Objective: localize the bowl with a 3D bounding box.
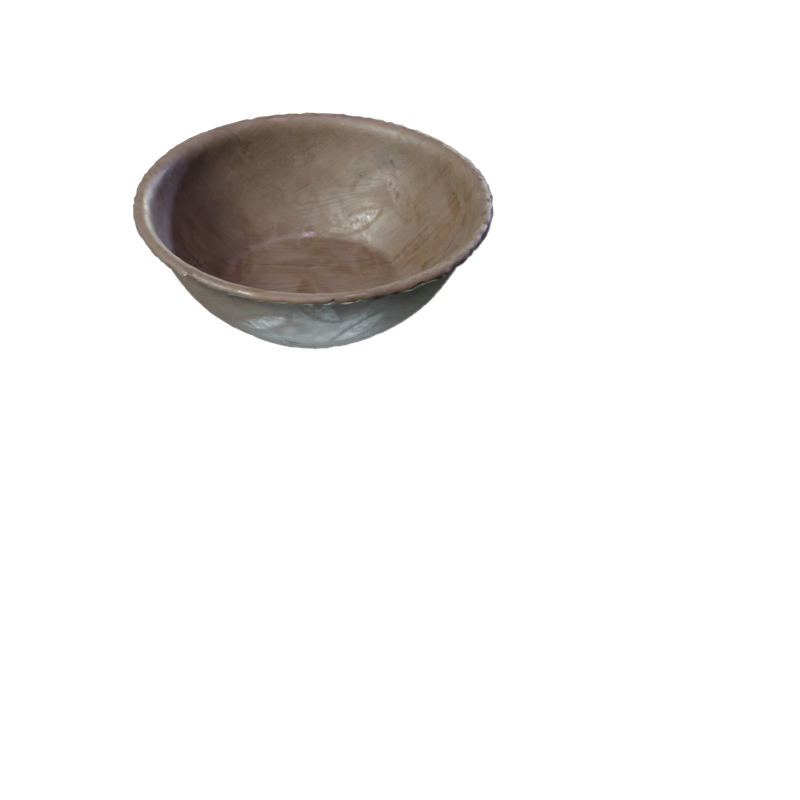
[{"bbox_3d":[-0.040,-0.073,0.514,0.162,0.051,0.174,-1,39,-2],"label":"bowl"}]
